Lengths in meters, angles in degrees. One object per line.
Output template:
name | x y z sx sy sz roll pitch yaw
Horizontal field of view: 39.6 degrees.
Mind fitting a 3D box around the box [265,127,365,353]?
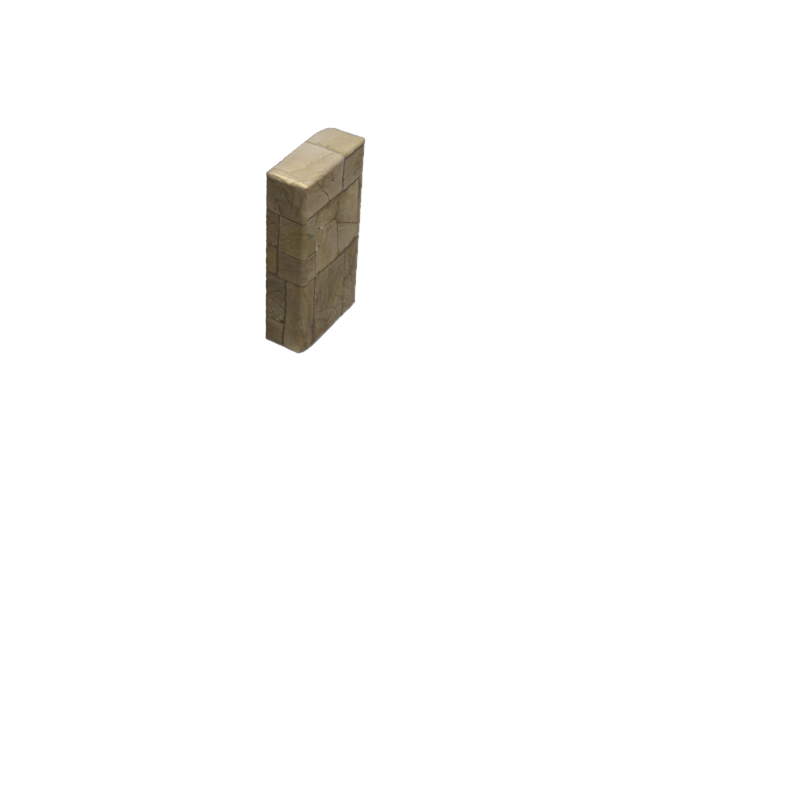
box | -0.074 -0.134 0.939 0.050 0.165 0.095 21 42 21
